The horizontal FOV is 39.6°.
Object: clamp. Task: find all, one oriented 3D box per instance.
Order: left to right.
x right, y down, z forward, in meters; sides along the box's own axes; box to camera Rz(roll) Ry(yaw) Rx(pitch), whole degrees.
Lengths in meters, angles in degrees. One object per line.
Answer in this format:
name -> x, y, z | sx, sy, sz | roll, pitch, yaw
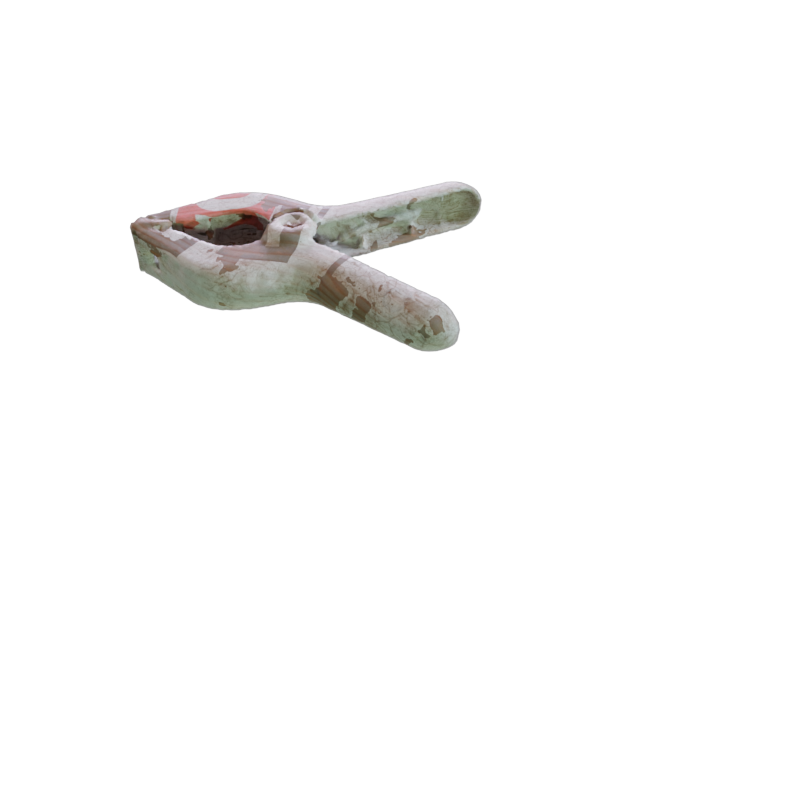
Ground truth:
clamp -> -0.042, -0.077, 0.538 | 0.177, 0.037, 0.124 | 11, 35, 16
